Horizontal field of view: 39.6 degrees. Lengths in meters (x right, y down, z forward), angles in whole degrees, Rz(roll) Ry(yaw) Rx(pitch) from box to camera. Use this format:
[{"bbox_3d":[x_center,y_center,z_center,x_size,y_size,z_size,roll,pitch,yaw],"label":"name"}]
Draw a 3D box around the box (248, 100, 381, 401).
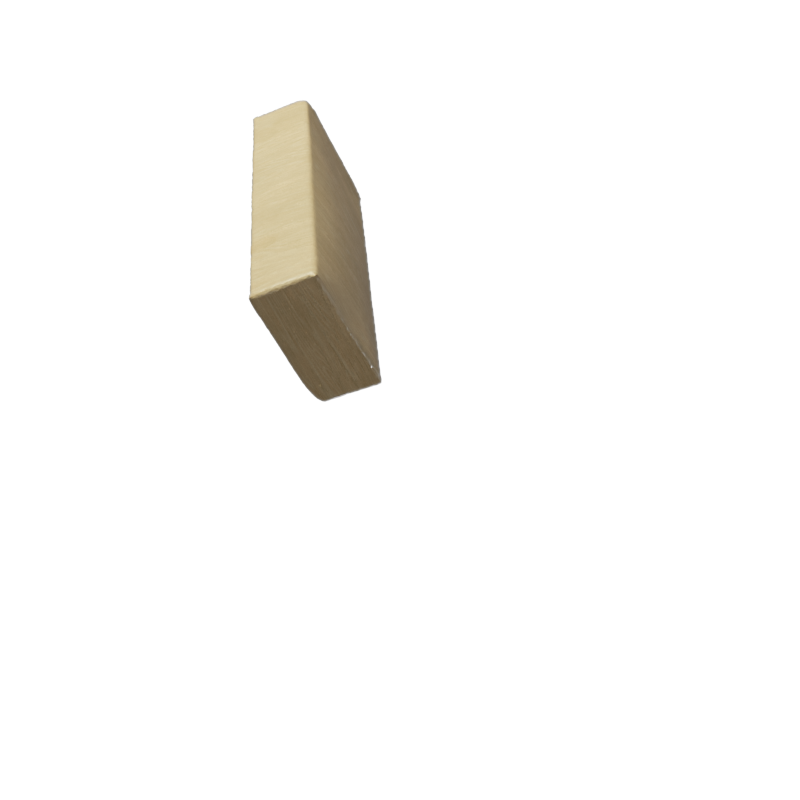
[{"bbox_3d":[-0.052,-0.095,0.663,0.048,0.189,0.086,-19,-47,14],"label":"box"}]
